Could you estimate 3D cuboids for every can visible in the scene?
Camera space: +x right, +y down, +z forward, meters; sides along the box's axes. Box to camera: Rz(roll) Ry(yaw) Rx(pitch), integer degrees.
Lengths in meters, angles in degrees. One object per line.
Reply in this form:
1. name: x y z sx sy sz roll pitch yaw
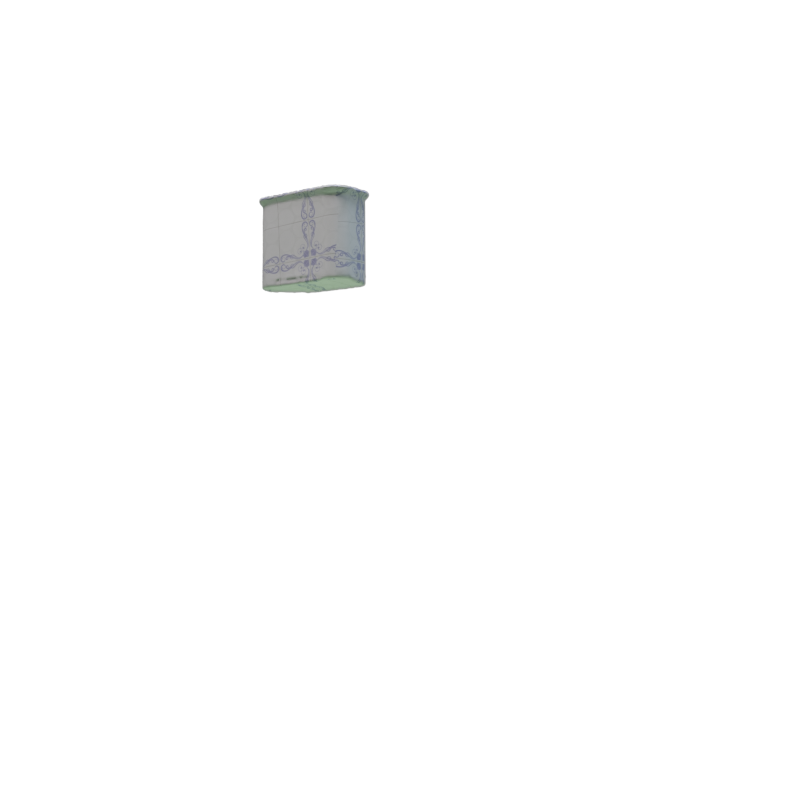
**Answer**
1. can: -0.078 -0.142 0.995 0.105 0.086 0.055 -5 -10 37
